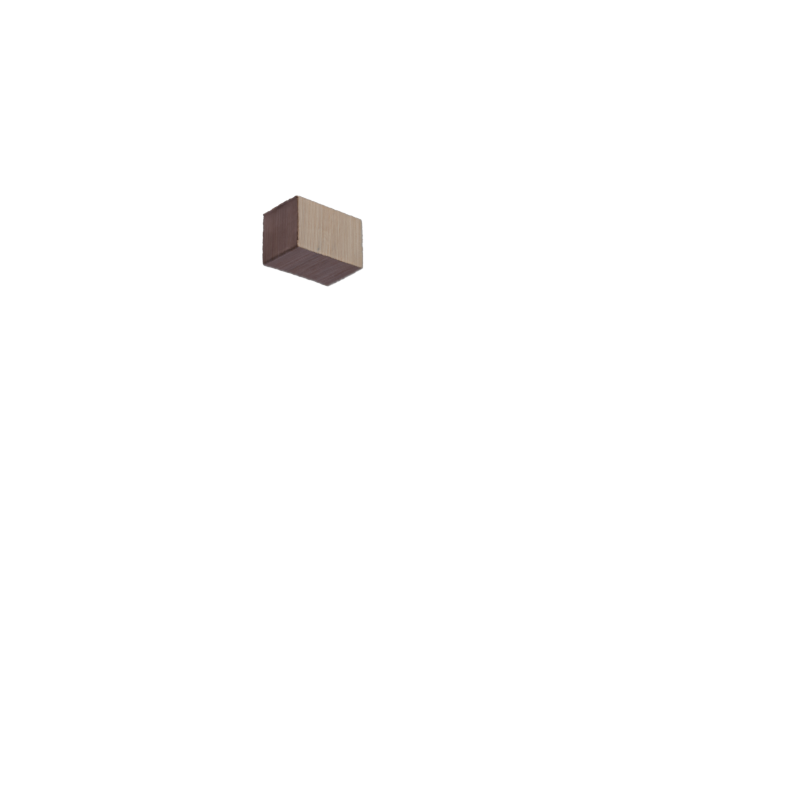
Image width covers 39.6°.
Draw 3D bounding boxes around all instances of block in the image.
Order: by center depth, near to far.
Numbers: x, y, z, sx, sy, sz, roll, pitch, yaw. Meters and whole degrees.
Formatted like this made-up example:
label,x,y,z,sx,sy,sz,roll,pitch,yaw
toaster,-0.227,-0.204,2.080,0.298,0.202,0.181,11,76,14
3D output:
label,x,y,z,sx,sy,sz,roll,pitch,yaw
block,-0.078,-0.142,0.996,0.074,0.054,0.053,17,-28,-39
